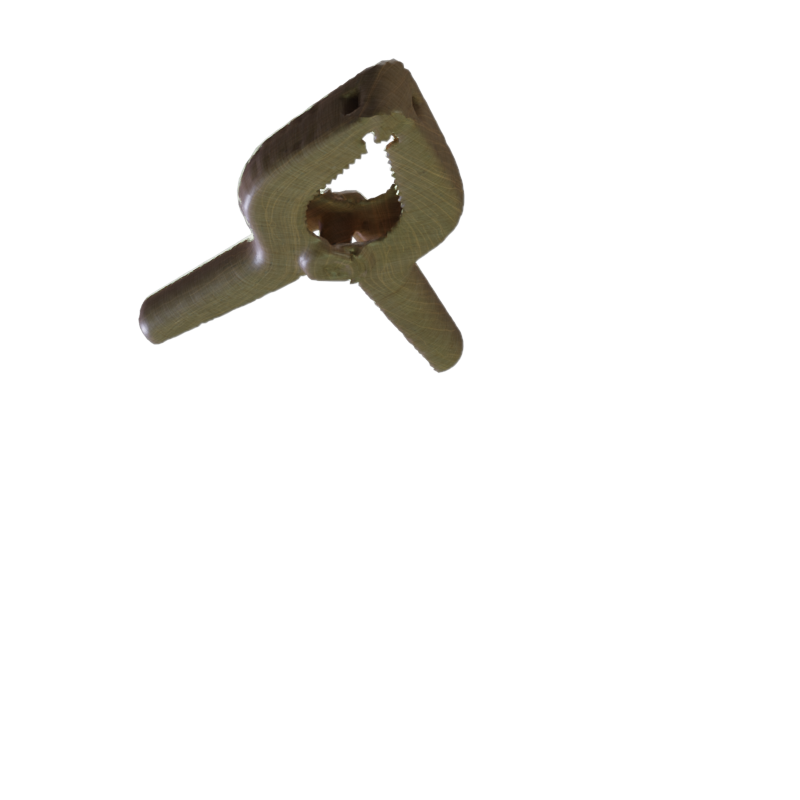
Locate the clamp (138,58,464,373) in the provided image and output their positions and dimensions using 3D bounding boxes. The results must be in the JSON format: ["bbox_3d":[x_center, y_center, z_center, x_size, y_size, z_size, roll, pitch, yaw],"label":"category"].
[{"bbox_3d":[-0.038,-0.070,0.491,0.163,0.039,0.198,3,-28,-5],"label":"clamp"}]
